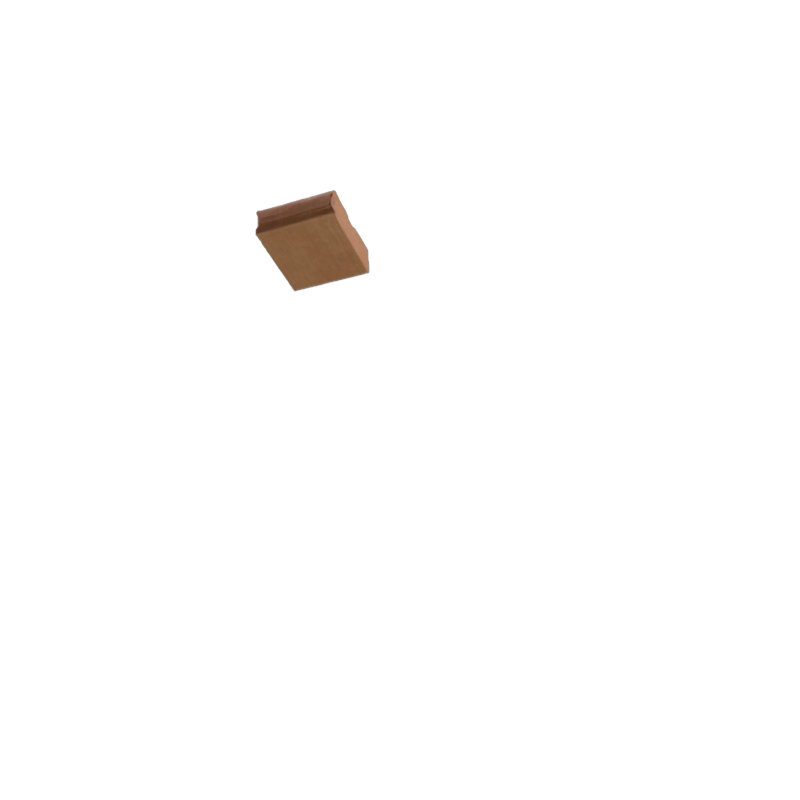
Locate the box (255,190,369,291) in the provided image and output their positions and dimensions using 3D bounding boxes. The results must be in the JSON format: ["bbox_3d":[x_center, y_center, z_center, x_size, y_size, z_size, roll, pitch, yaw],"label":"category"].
[{"bbox_3d":[-0.076,-0.138,0.964,0.074,0.032,0.082,-13,-38,16],"label":"box"}]
